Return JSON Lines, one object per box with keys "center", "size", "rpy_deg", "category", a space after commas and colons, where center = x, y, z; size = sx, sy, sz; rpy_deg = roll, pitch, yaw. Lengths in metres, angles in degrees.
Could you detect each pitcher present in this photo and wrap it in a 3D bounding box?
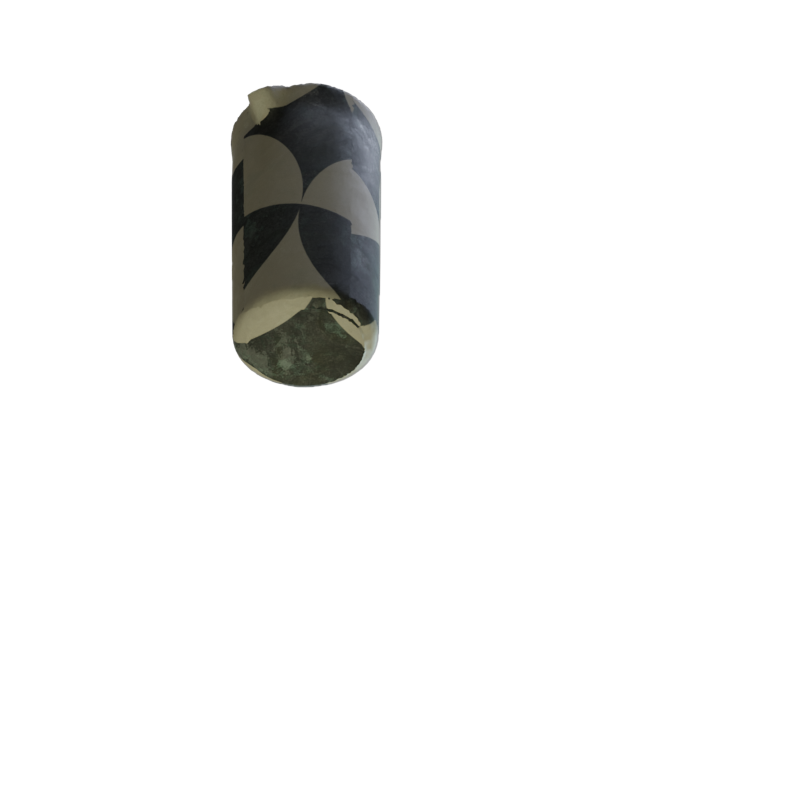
{"center": [-0.070, -0.128, 0.899], "size": [0.146, 0.261, 0.138], "rpy_deg": [11, -43, -15], "category": "pitcher"}
